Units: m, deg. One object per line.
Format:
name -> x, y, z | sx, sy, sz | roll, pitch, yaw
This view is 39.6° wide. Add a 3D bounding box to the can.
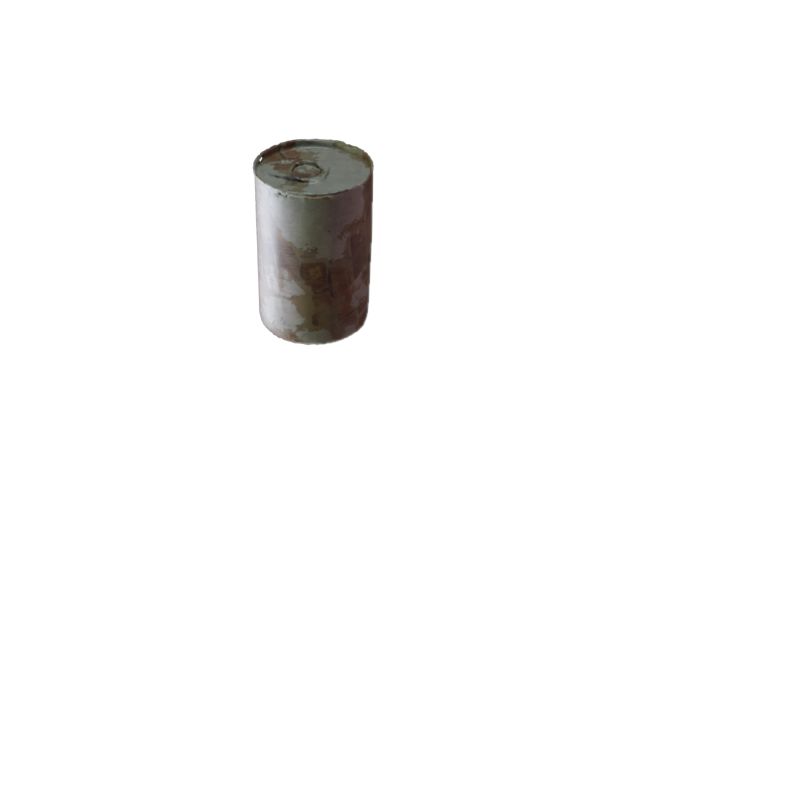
can -> -0.050, -0.092, 0.645 | 0.068, 0.096, 0.073 | 0, 35, -3
